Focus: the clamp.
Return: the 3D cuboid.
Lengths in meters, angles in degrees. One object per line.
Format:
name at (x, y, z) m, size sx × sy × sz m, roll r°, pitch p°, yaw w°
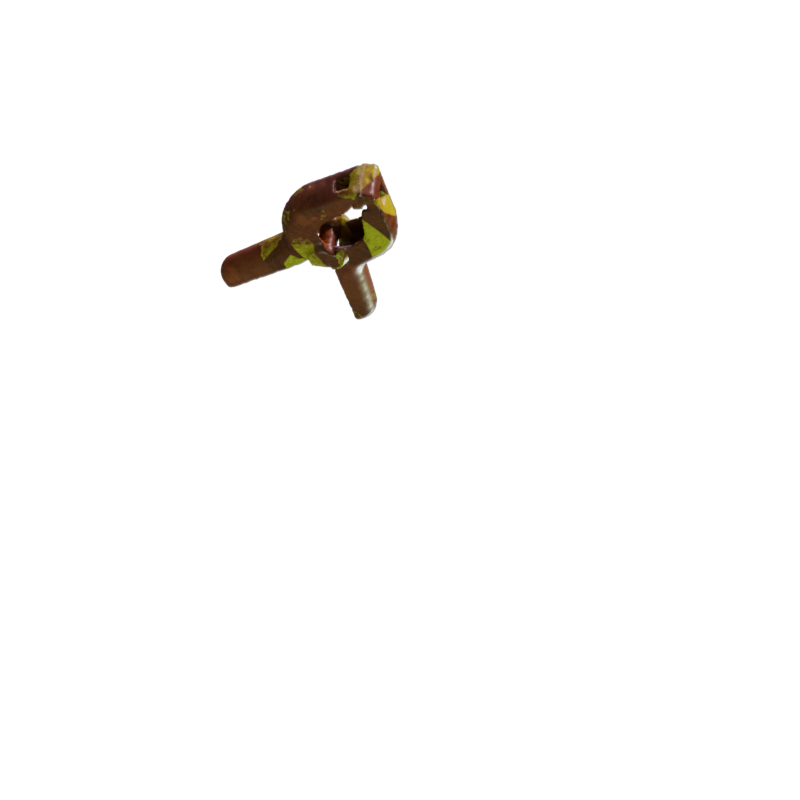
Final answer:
clamp at (-0.061, -0.111, 0.777) m, size 0.118 × 0.042 × 0.163 m, roll 6°, pitch -29°, yaw -11°
